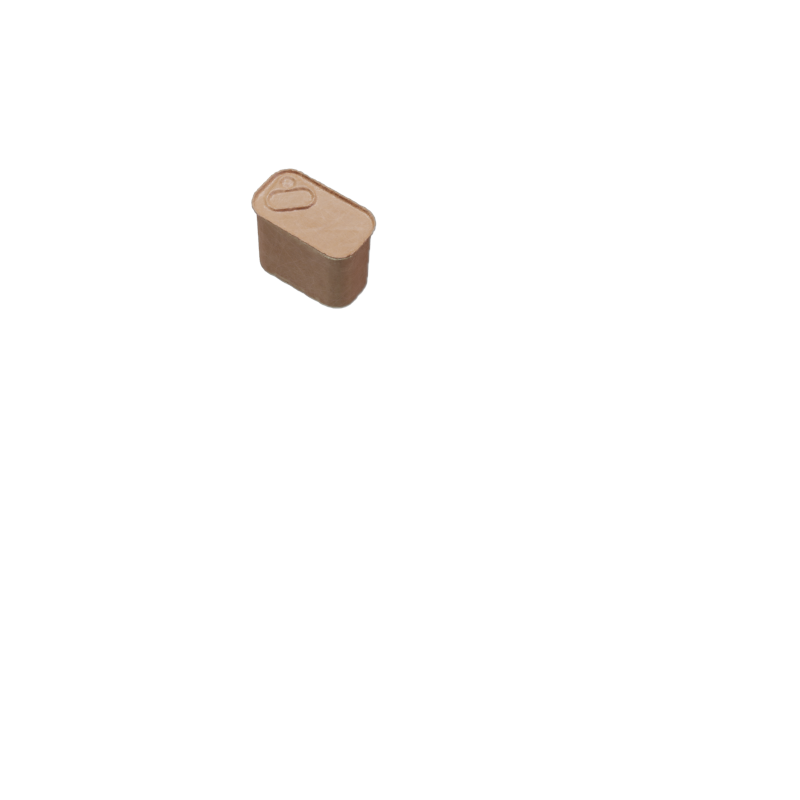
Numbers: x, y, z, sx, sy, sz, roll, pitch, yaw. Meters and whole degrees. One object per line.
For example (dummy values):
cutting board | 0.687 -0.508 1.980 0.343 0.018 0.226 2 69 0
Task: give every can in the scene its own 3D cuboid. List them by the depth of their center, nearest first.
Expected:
can | -0.073 -0.132 0.927 0.106 0.059 0.078 32 -28 17
